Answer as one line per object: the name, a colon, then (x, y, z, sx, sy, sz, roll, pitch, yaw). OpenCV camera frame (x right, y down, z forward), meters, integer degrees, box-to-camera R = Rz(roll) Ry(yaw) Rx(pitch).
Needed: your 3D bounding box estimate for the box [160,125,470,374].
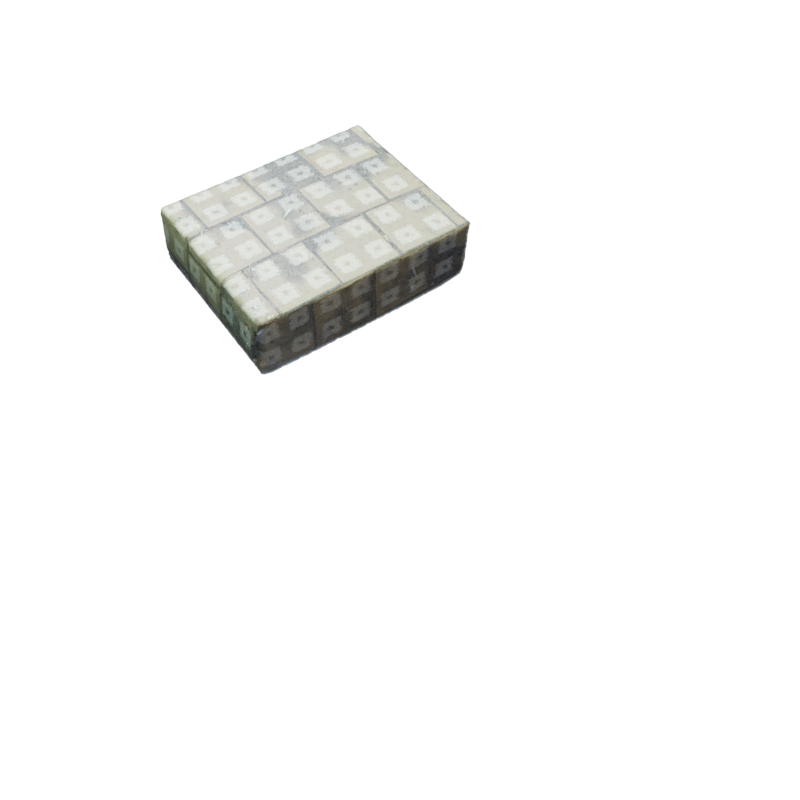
box: (-0.040, -0.073, 0.509, 0.113, 0.036, 0.097, -26, 52, -23)
